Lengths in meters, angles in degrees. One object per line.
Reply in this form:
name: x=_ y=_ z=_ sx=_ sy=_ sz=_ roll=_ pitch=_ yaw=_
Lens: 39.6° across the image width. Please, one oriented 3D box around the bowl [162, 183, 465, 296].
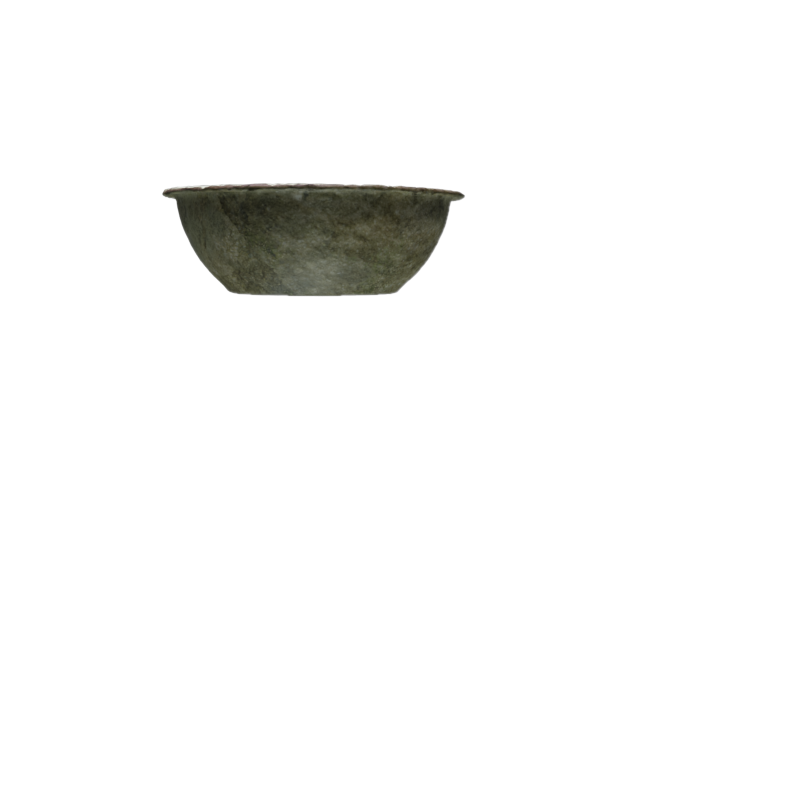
bowl: x=-0.047 y=-0.085 z=0.597 sx=0.162 sy=0.055 sz=0.164 roll=0 pitch=7 yaw=-2
